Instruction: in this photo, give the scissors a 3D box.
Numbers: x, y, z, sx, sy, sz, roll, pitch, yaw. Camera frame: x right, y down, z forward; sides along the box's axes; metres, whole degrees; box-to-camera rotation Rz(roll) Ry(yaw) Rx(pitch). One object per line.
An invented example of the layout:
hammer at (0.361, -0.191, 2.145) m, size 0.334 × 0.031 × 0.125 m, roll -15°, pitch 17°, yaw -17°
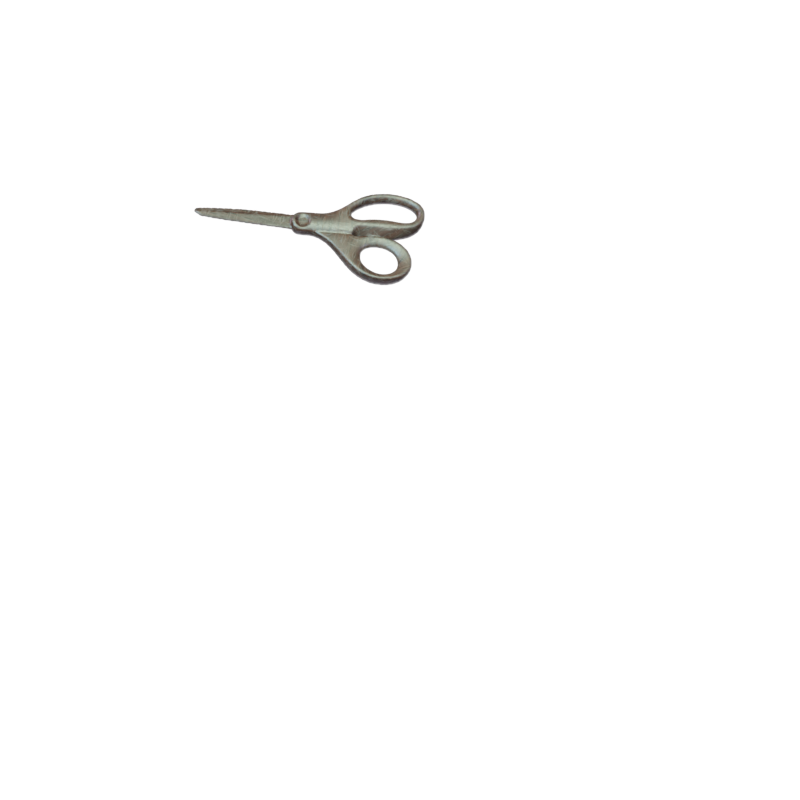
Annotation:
scissors at (-0.076, -0.138, 0.970) m, size 0.201 × 0.103 × 0.015 m, roll -7°, pitch -28°, yaw -4°
